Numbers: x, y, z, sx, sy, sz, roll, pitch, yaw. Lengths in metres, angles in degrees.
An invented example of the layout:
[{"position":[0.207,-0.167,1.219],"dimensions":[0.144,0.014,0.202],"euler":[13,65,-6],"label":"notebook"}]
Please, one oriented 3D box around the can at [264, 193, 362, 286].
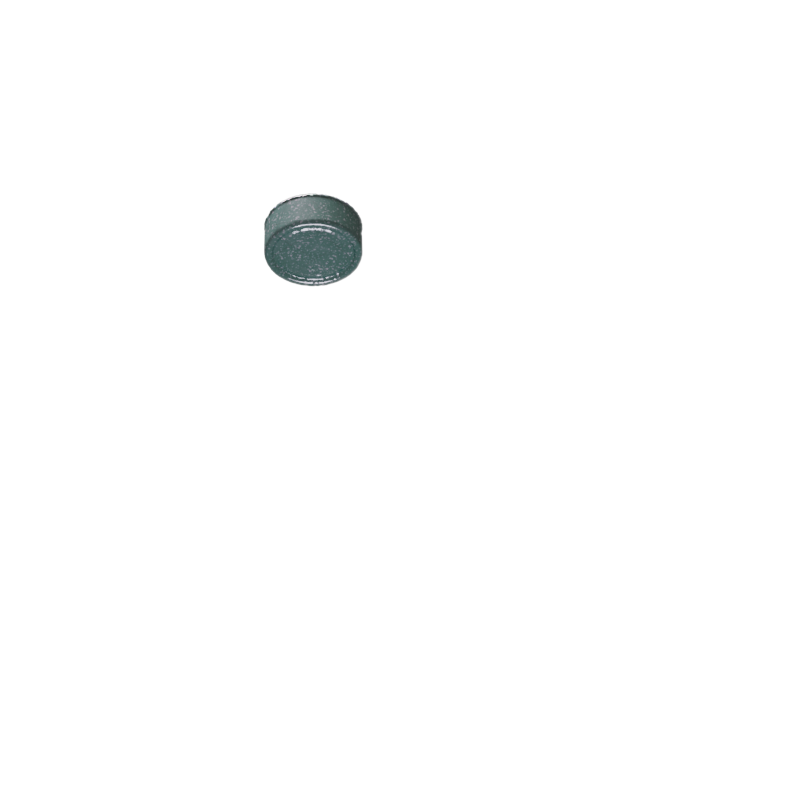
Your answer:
[{"position":[-0.075,-0.137,0.958],"dimensions":[0.086,0.036,0.080],"euler":[1,-37,-2],"label":"can"}]
